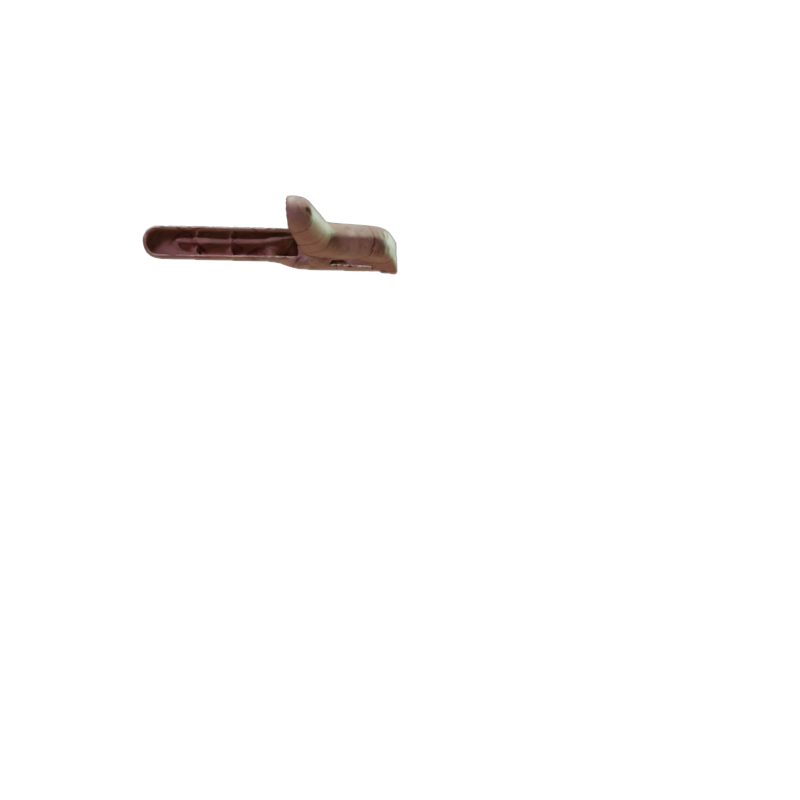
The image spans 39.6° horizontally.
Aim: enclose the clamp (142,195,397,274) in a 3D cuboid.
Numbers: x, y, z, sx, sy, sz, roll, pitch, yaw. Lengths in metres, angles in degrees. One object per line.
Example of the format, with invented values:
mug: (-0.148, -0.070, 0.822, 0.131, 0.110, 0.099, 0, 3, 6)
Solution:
clamp: (-0.066, -0.120, 0.844, 0.201, 0.037, 0.169, 2, -2, -42)
